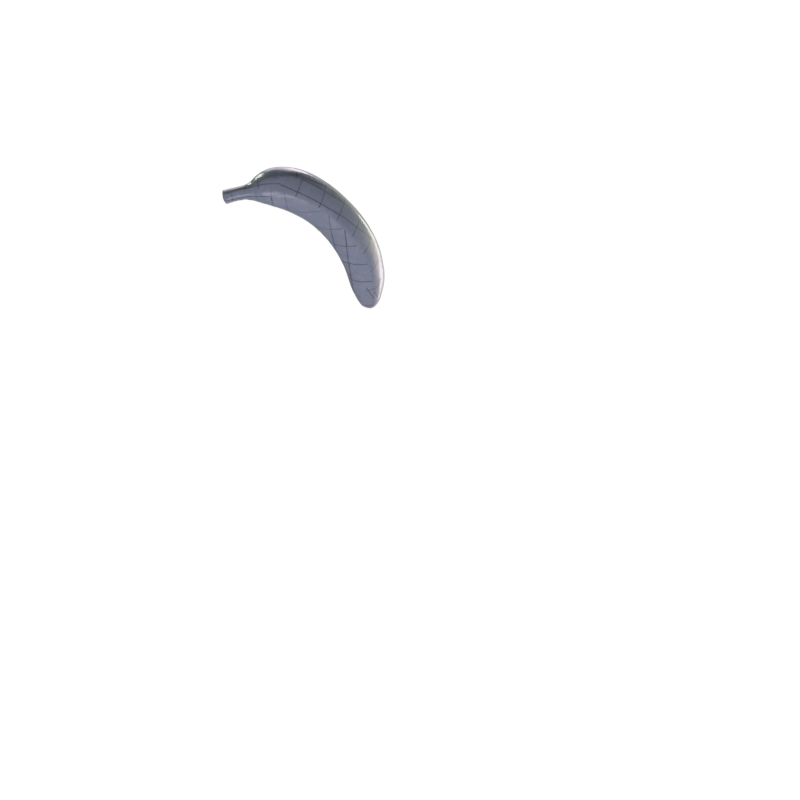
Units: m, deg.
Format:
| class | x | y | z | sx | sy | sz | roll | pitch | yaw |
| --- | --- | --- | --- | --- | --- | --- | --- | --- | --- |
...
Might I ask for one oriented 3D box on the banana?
| class | x | y | z | sx | sy | sz | roll | pitch | yaw |
| --- | --- | --- | --- | --- | --- | --- | --- | --- | --- |
| banana | -0.065 | -0.151 | 0.979 | 0.069 | 0.039 | 0.185 | -31 | -50 | 29 |
